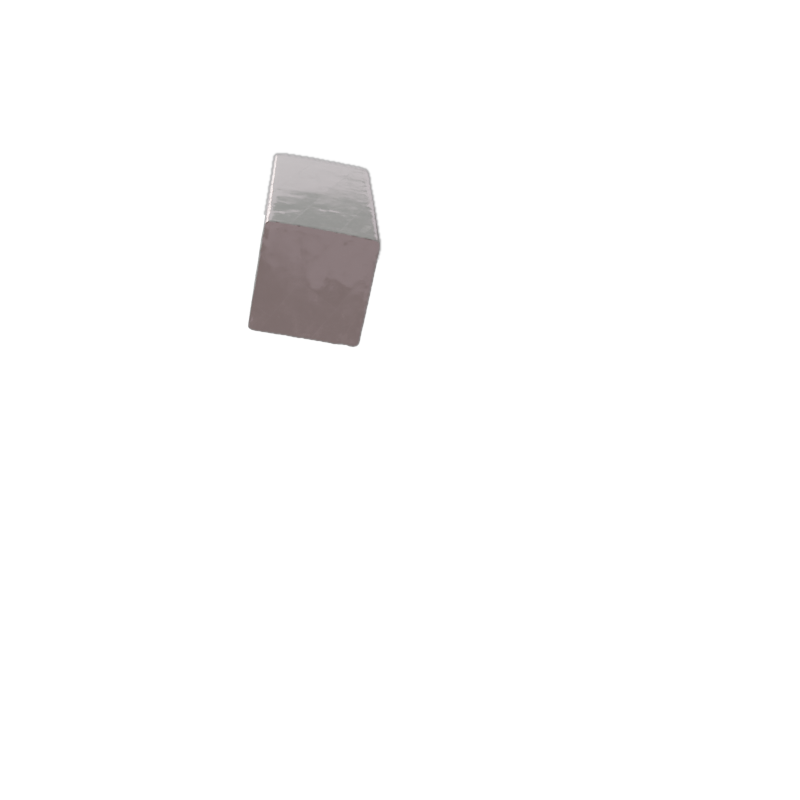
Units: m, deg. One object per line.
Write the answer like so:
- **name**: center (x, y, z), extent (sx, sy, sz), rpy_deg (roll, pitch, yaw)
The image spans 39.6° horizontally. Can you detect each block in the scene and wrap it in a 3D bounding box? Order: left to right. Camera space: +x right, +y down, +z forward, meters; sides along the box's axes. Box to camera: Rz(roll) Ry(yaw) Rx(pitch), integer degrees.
- **block**: center (-0.072, -0.133, 0.933), extent (0.089, 0.087, 0.217), rpy_deg (9, 24, -8)
